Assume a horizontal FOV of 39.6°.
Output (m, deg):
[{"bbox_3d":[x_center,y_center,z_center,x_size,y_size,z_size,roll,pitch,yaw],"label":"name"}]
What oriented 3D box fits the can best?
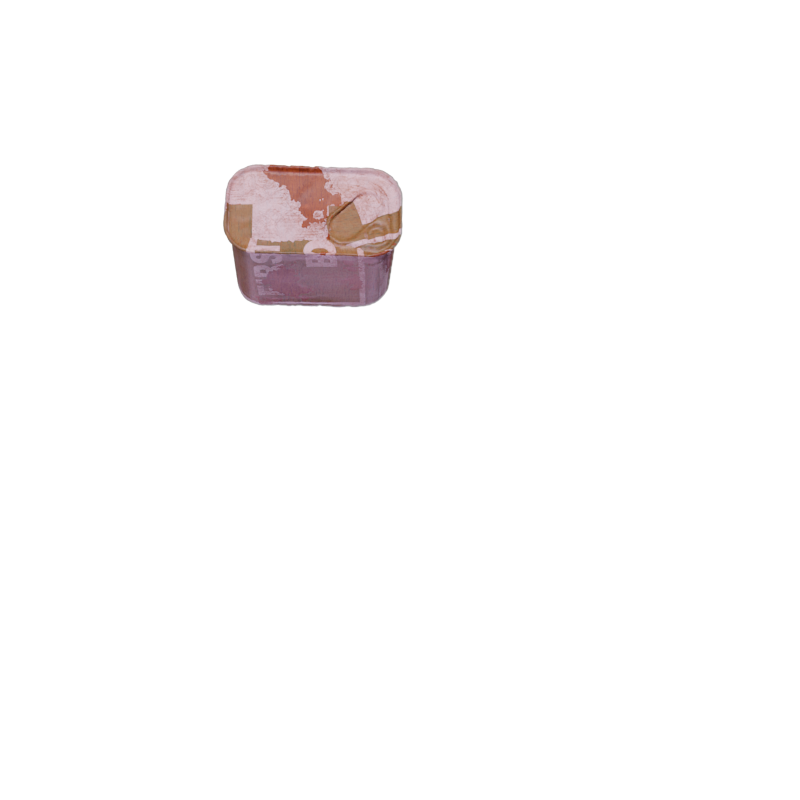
[{"bbox_3d":[-0.052,-0.095,0.668,0.102,0.061,0.079,2,-22,-1],"label":"can"}]
